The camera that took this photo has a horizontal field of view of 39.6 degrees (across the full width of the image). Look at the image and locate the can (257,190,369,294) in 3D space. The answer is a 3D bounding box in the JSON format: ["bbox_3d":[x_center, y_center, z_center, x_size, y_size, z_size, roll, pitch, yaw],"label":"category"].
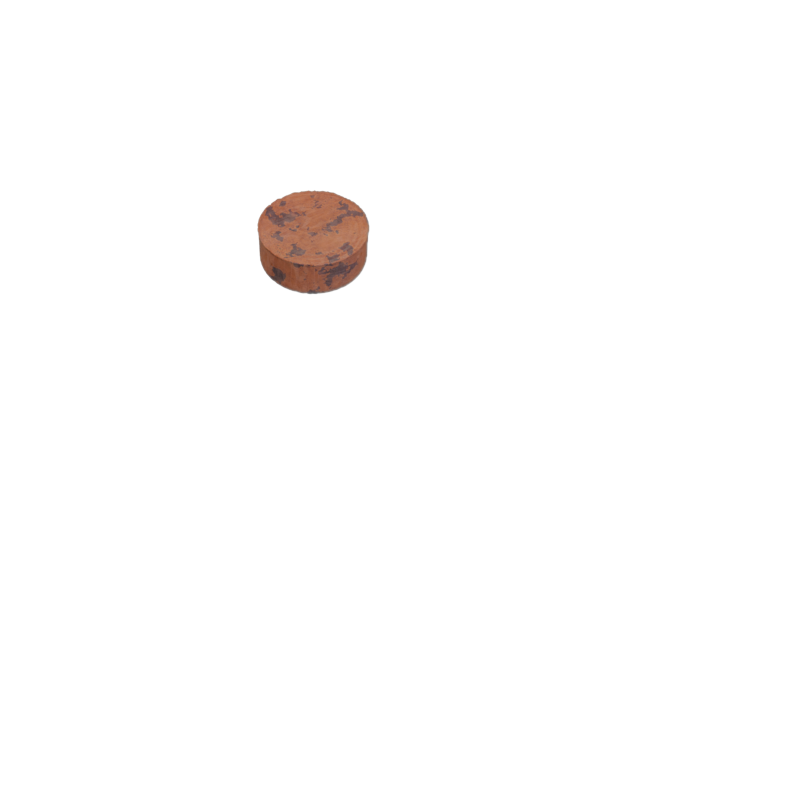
[{"bbox_3d":[-0.067,-0.123,0.860,0.086,0.092,0.031,-1,-43,-1],"label":"can"}]
